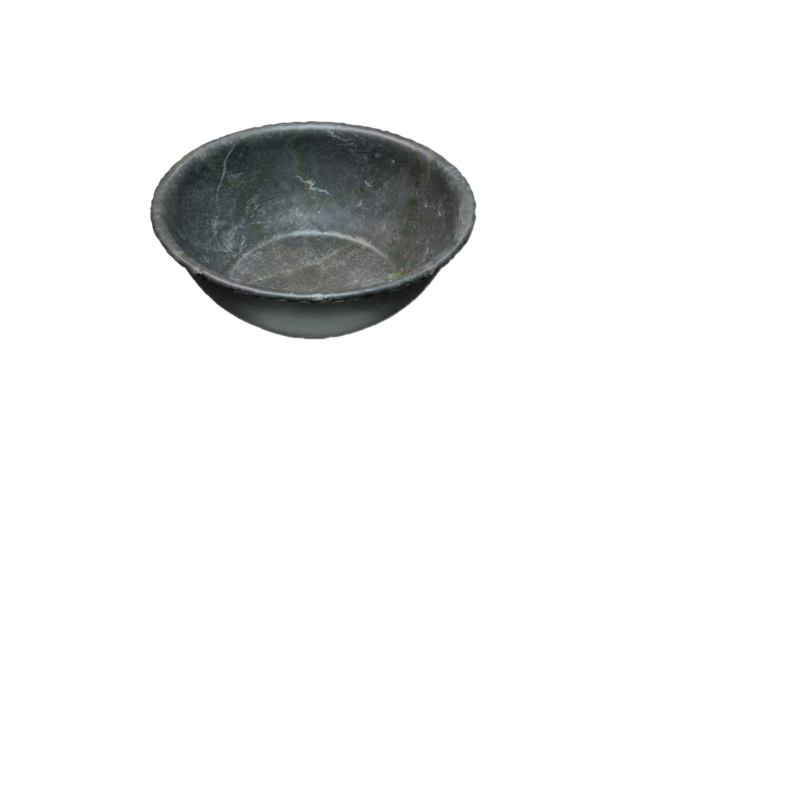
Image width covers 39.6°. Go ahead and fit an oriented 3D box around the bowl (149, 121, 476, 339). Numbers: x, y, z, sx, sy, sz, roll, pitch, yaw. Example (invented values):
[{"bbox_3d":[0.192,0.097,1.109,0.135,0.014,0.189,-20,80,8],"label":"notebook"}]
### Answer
[{"bbox_3d":[-0.044,-0.081,0.566,0.162,0.051,0.174,-1,40,-2],"label":"bowl"}]
